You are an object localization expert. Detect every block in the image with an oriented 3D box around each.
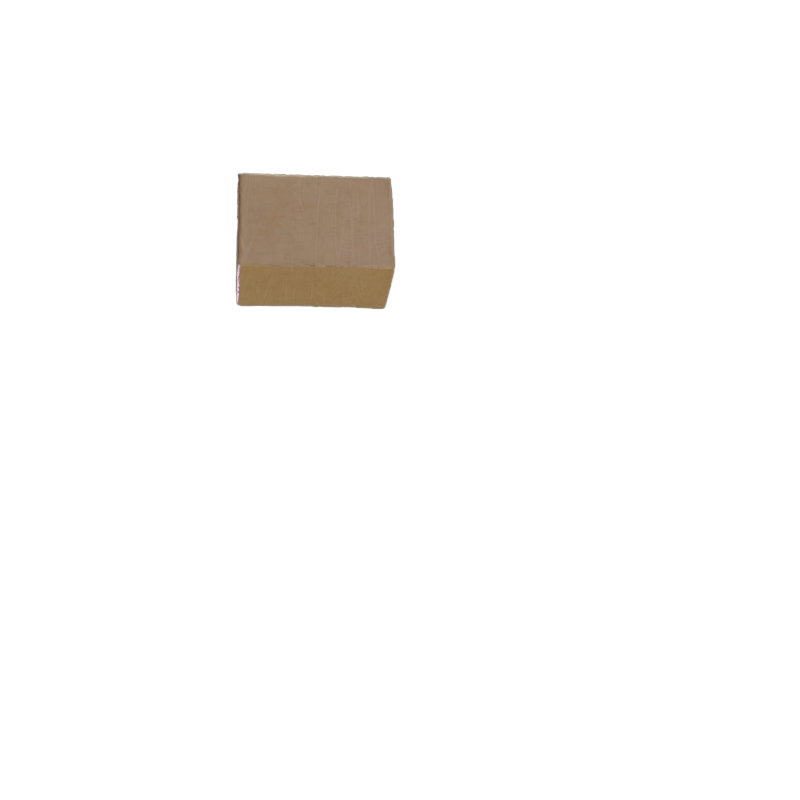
[{"bbox_3d":[-0.043,-0.079,0.555,0.077,0.054,0.050,1,-22,-5],"label":"block"}]
